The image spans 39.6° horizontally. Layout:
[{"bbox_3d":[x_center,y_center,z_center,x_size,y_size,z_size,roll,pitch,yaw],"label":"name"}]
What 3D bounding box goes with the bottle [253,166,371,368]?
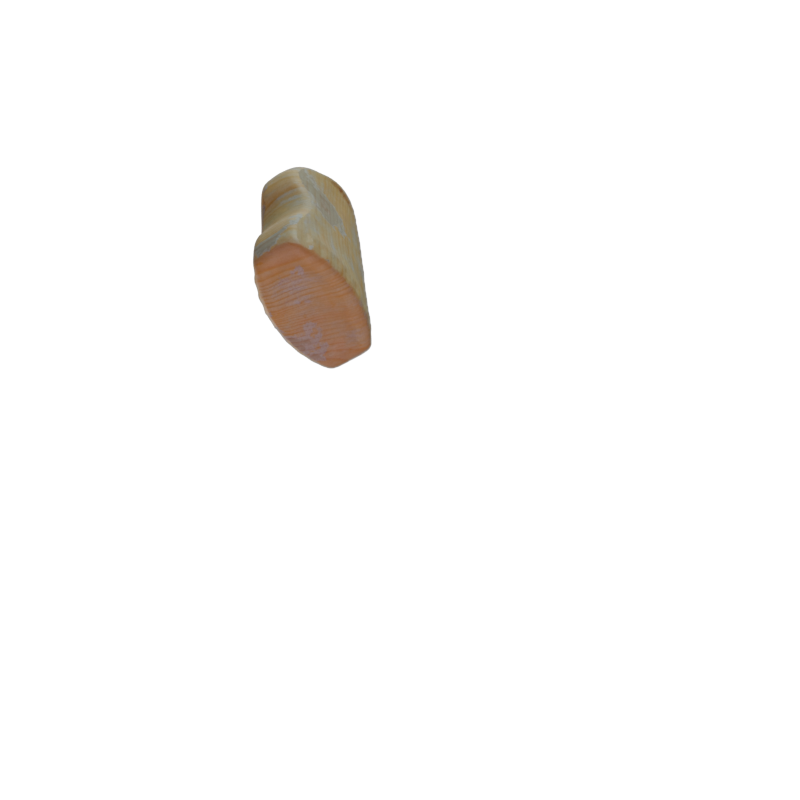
[{"bbox_3d":[-0.061,-0.110,0.769,0.058,0.090,0.204,-30,29,14],"label":"bottle"}]
